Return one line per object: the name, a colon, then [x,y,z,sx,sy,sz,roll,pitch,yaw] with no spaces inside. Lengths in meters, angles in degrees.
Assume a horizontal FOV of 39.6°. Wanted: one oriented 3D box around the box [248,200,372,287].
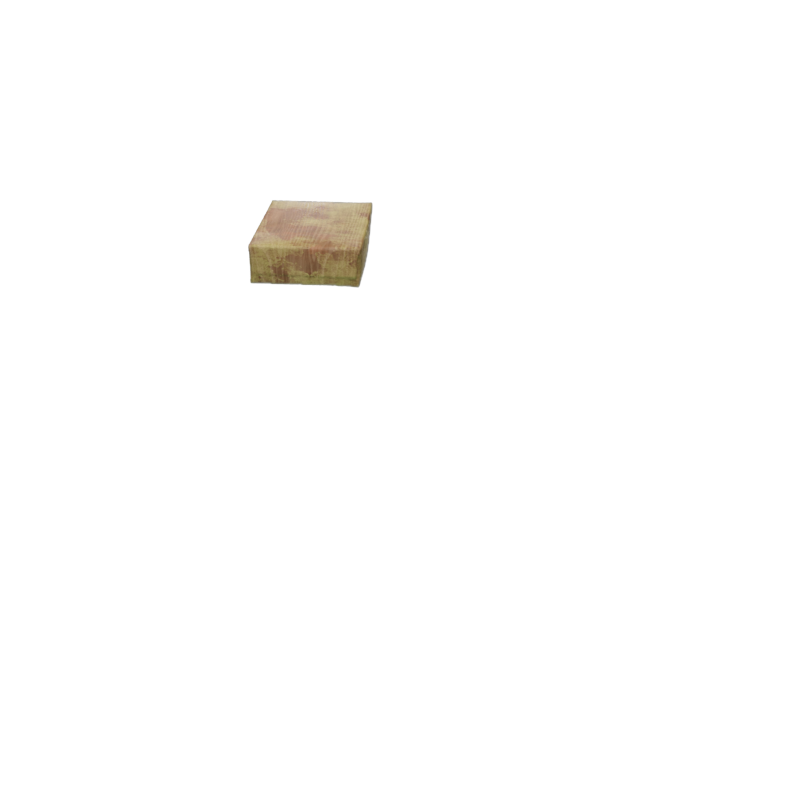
box: [-0.072,-0.132,0.921,0.091,0.037,0.118,2,26,5]
